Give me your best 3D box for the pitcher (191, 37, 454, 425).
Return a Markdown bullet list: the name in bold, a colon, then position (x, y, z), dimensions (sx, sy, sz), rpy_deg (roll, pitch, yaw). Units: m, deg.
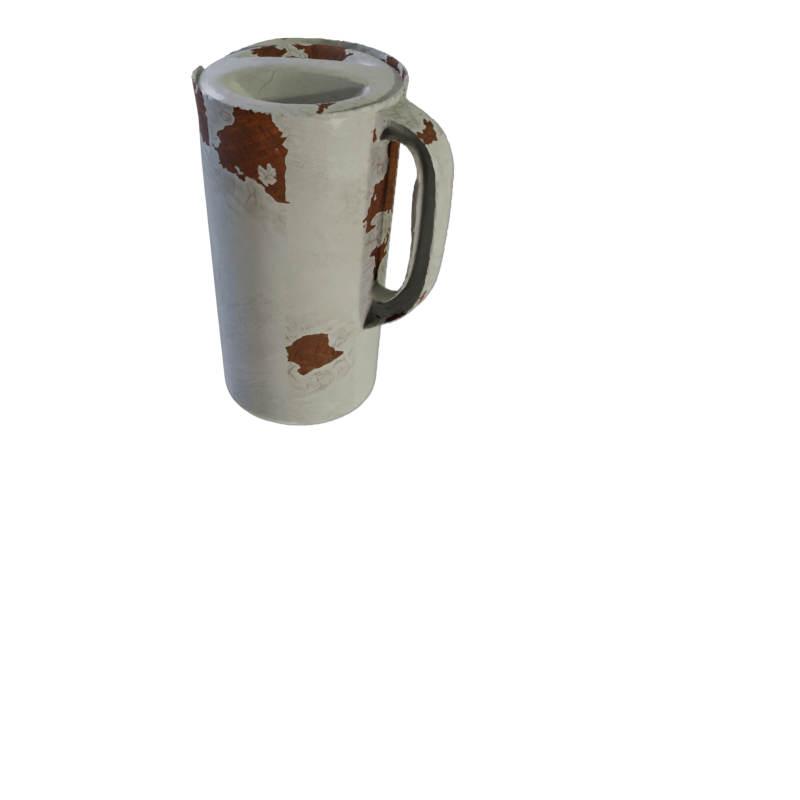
- **pitcher**: position (-0.057, -0.104, 0.726), dimensions (0.143, 0.228, 0.160), rpy_deg (-6, 33, -12)
